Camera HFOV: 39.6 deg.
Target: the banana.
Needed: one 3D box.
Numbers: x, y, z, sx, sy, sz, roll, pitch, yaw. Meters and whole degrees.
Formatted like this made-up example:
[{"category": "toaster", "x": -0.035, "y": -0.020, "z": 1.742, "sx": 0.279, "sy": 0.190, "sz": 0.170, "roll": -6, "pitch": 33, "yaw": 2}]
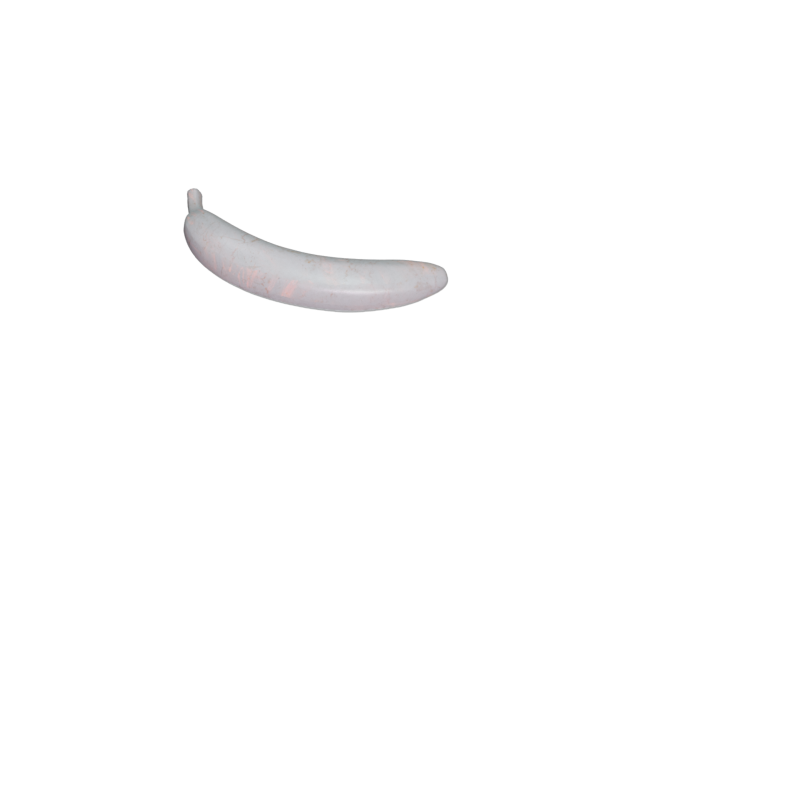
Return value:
[{"category": "banana", "x": -0.069, "y": -0.094, "z": 0.751, "sx": 0.203, "sy": 0.072, "sz": 0.034, "roll": 20, "pitch": -29, "yaw": 12}]
